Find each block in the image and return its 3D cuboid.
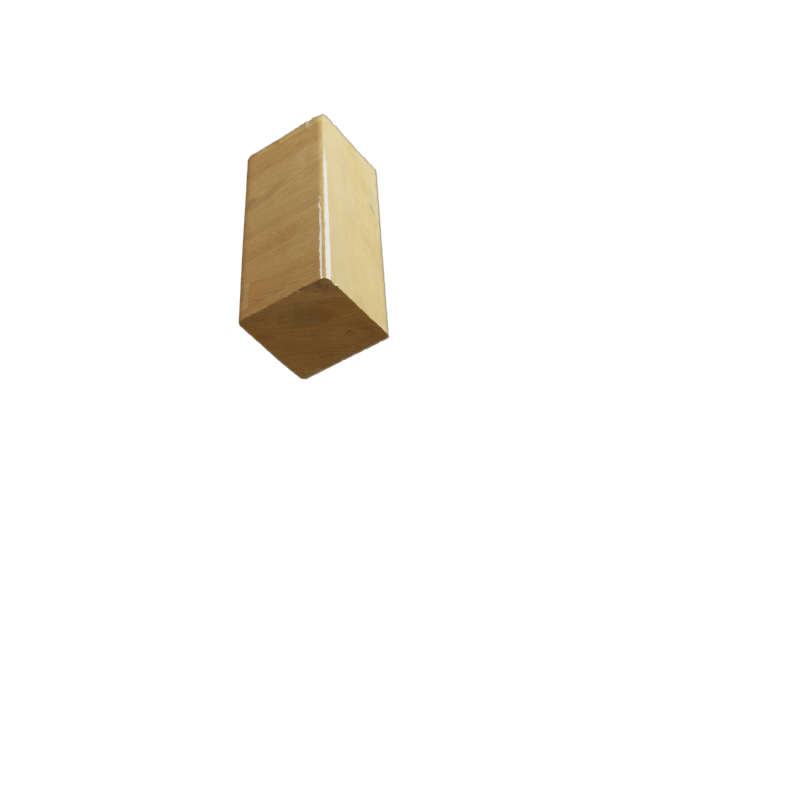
[{"bbox_3d":[-0.075,-0.136,0.950,0.091,0.221,0.084,-27,-48,23],"label":"block"}]
